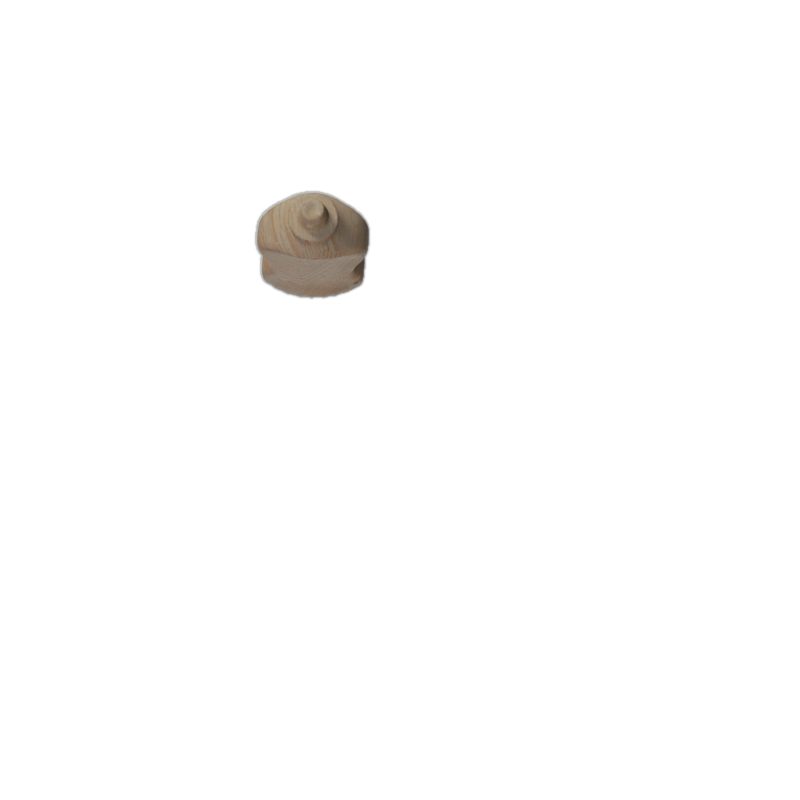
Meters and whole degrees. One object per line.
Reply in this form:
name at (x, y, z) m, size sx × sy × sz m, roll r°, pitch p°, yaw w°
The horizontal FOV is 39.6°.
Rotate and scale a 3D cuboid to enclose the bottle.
bottle at (-0.075, -0.137, 0.959) m, size 0.096 × 0.060 × 0.186 m, roll 5°, pitch -9°, yaw -3°
